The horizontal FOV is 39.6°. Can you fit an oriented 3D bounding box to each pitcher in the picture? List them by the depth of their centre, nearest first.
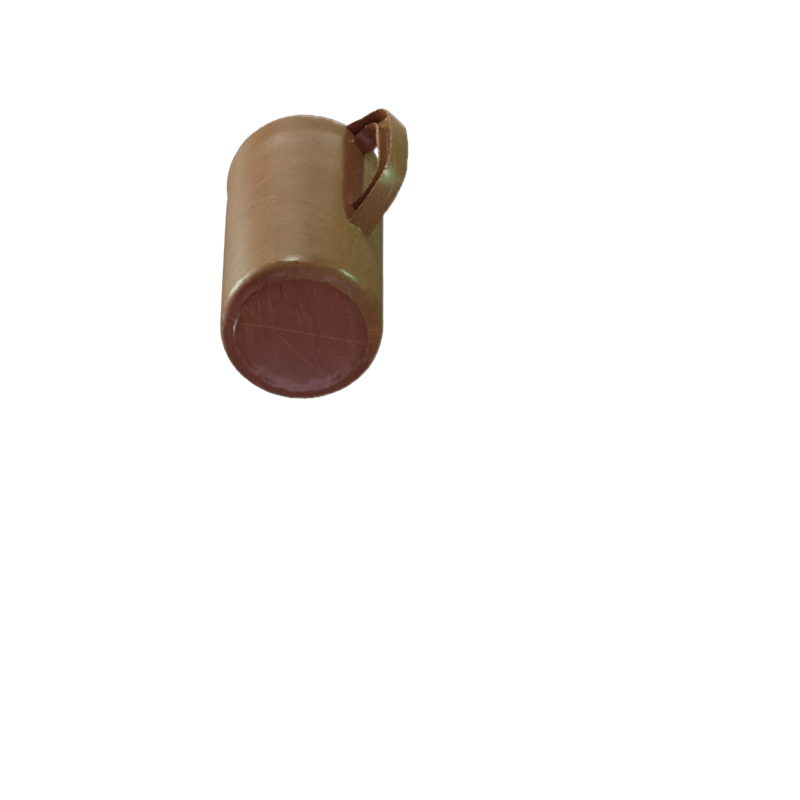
[{"bbox_3d":[-0.064,-0.118,0.823,0.145,0.140,0.259,-1,32,-3],"label":"pitcher"}]
